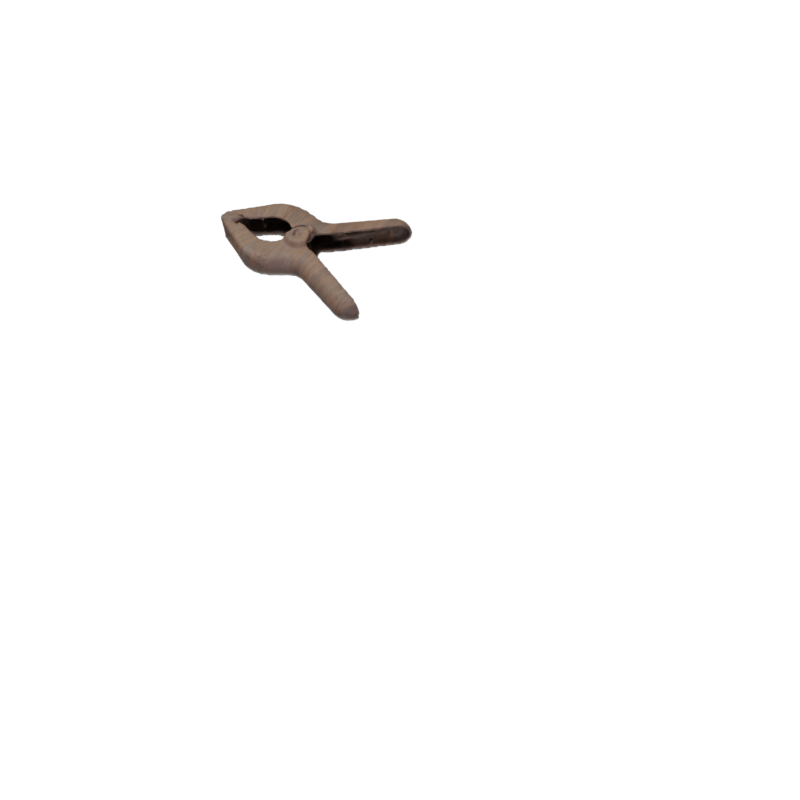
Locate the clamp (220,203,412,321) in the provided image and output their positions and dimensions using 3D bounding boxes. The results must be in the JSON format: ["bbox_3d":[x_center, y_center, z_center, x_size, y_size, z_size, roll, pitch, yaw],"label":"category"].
[{"bbox_3d":[-0.078,-0.142,0.997,0.181,0.036,0.122,27,51,25],"label":"clamp"}]
